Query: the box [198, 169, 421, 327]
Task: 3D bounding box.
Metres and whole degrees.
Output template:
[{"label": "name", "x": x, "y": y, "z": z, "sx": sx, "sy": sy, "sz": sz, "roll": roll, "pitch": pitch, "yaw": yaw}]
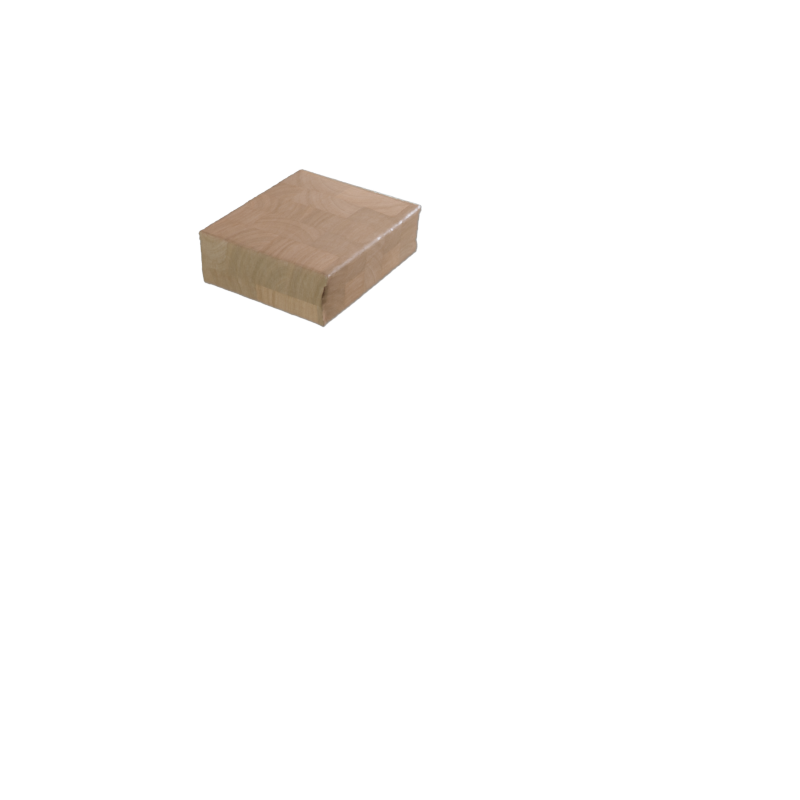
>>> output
[{"label": "box", "x": -0.052, "y": -0.095, "z": 0.668, "sx": 0.094, "sy": 0.036, "sz": 0.115, "roll": 19, "pitch": 39, "yaw": 24}]
